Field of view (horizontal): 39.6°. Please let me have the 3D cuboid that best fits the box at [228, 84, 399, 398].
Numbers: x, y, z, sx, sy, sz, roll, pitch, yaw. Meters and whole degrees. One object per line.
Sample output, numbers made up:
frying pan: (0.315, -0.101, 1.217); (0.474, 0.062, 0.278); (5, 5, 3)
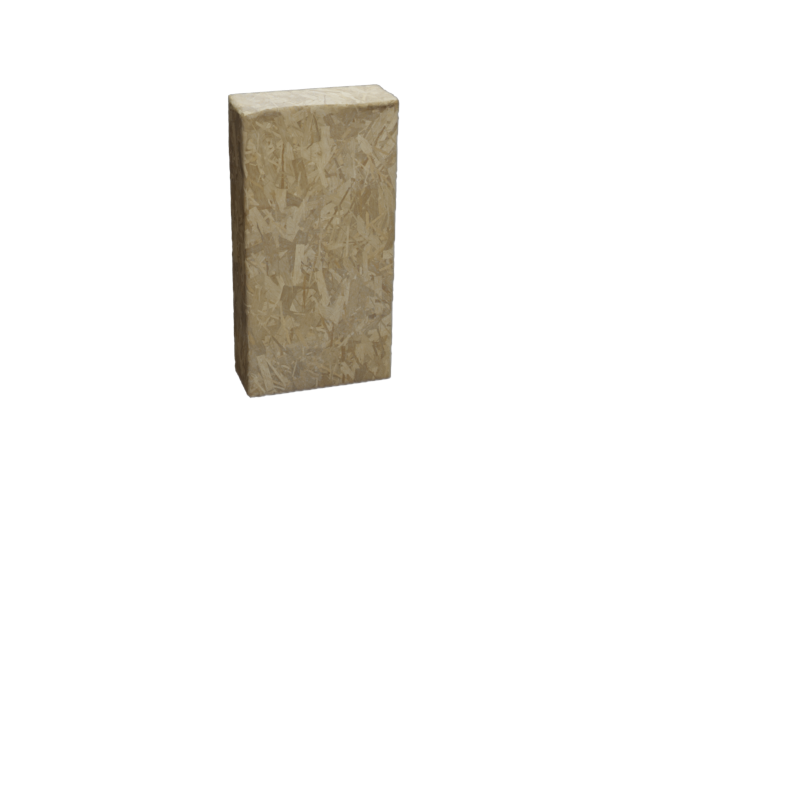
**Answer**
box: (-0.051, -0.093, 0.651); (0.092, 0.167, 0.051); (-7, 27, -17)
